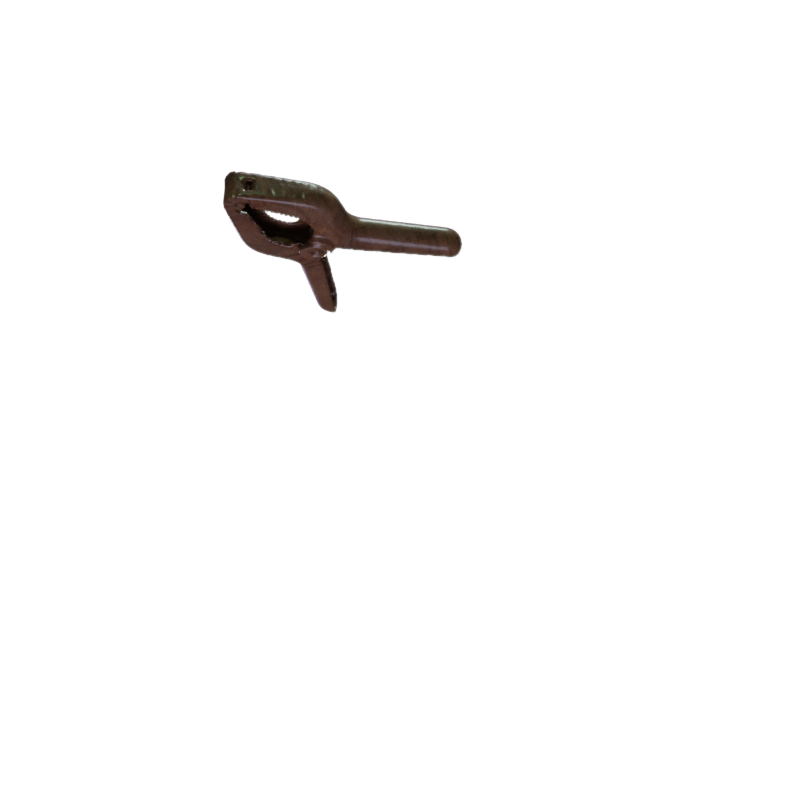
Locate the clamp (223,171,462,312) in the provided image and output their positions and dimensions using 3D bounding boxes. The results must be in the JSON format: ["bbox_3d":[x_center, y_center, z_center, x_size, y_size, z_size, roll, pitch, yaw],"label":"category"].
[{"bbox_3d":[-0.075,-0.137,0.960,0.198,0.039,0.164,20,-33,-34],"label":"clamp"}]
